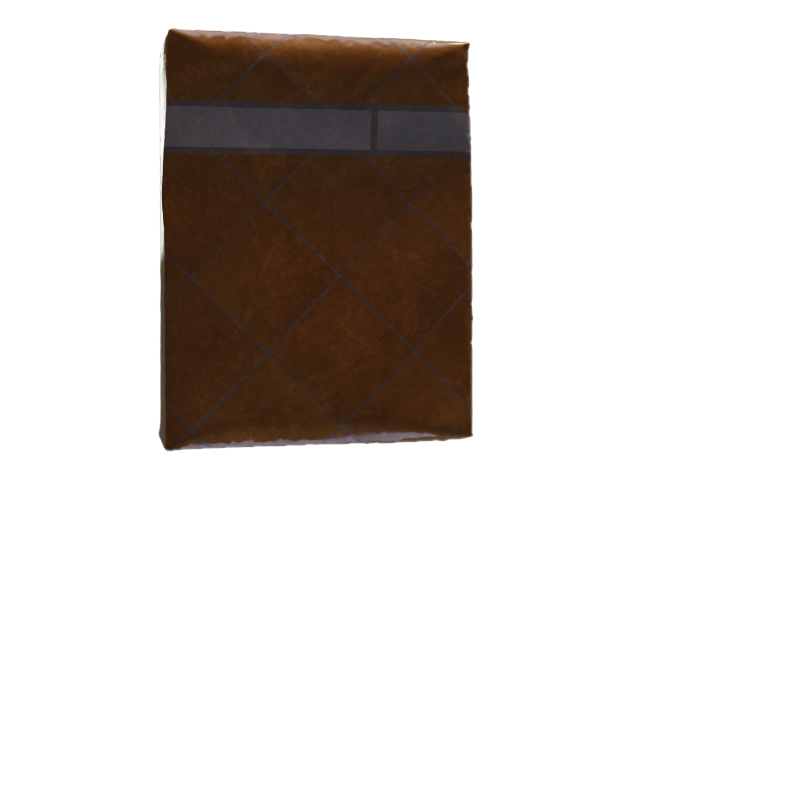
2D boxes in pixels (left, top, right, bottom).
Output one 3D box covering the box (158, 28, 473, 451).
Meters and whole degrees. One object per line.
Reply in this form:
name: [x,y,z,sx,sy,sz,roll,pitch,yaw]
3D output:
box: [-0.046,-0.085,0.593,0.162,0.215,0.073,0,-1,-12]
